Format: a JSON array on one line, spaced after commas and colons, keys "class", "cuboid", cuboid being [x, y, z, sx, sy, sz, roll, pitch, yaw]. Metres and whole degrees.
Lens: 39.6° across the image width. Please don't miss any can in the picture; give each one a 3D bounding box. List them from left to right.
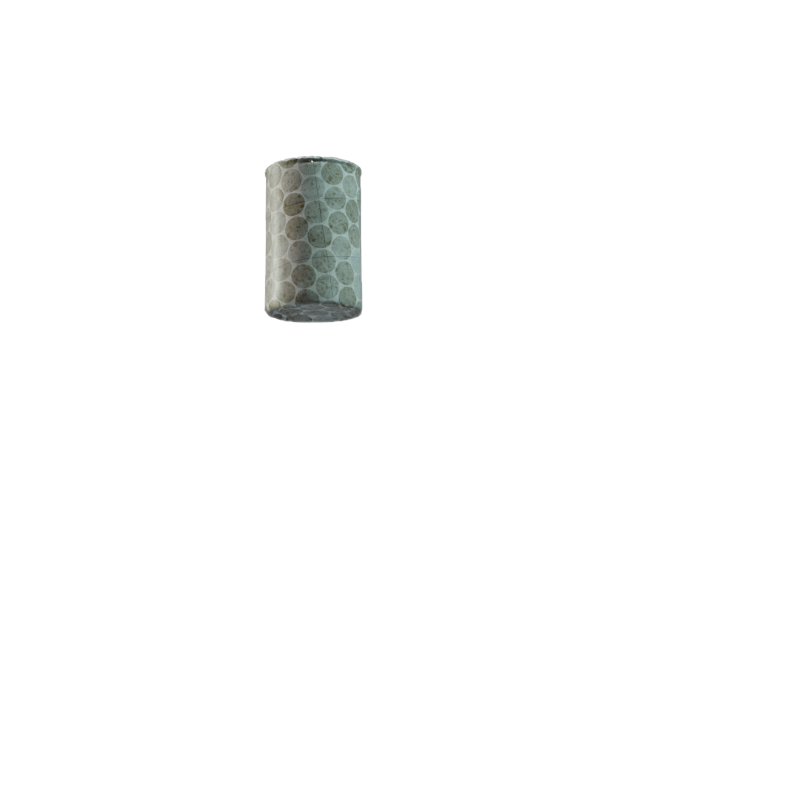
[{"class": "can", "cuboid": [-0.060, -0.109, 0.764, 0.068, 0.106, 0.066, 0, -12, -2]}]
